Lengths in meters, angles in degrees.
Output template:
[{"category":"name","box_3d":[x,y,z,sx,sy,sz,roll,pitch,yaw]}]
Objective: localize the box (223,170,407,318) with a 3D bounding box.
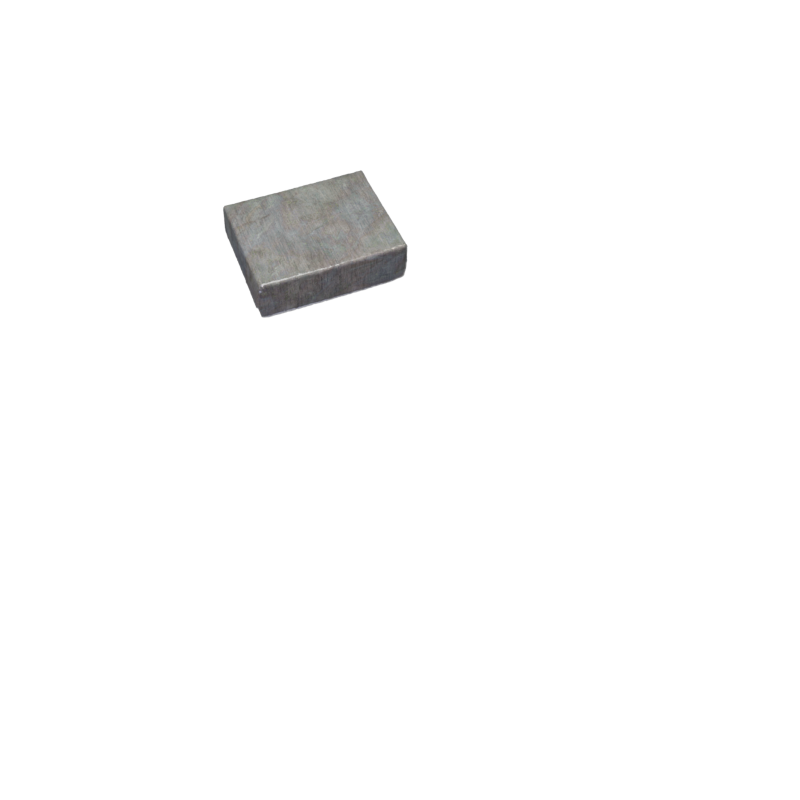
[{"category":"box","box_3d":[-0.063,-0.115,0.805,0.112,0.097,0.036,-16,-40,-14]}]
